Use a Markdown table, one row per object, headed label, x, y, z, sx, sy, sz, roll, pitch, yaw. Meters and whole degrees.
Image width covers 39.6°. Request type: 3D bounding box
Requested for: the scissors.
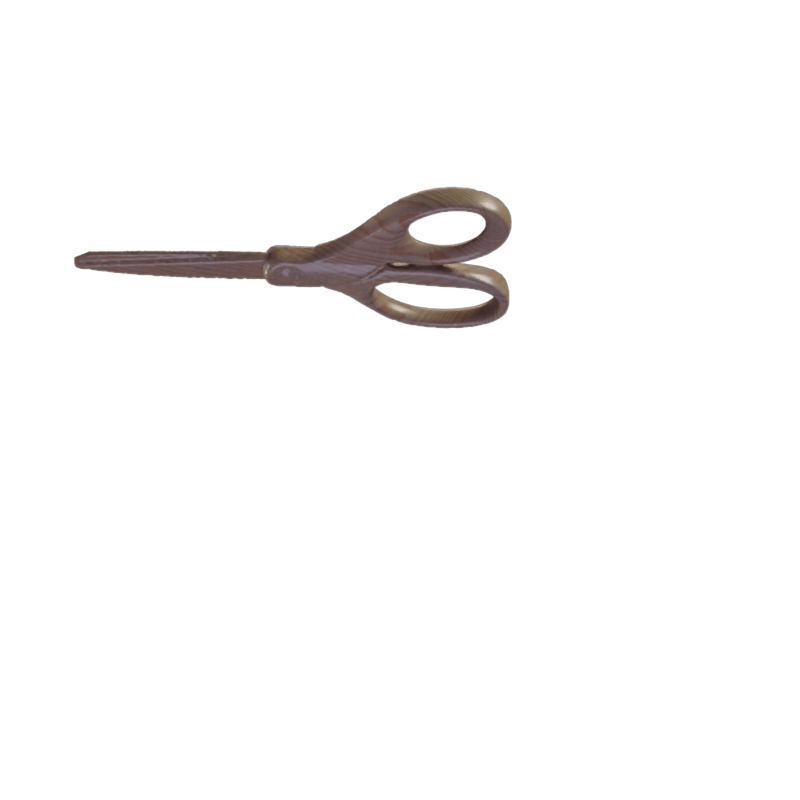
| label | x | y | z | sx | sy | sz | roll | pitch | yaw |
| --- | --- | --- | --- | --- | --- | --- | --- | --- | --- |
| scissors | -0.039 | -0.071 | 0.497 | 0.197 | 0.017 | 0.092 | 11 | -39 | -14 |
